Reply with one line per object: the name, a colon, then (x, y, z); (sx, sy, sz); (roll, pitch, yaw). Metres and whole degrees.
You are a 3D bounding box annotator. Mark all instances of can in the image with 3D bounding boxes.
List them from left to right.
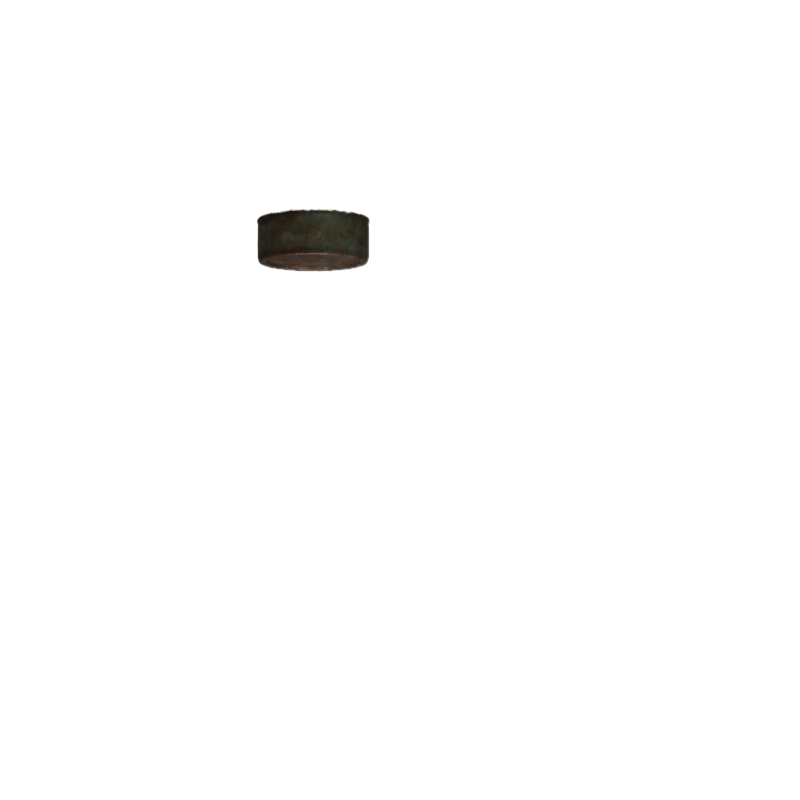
can: (-0.066, -0.120, 0.840); (0.086, 0.034, 0.085); (0, -4, -2)
